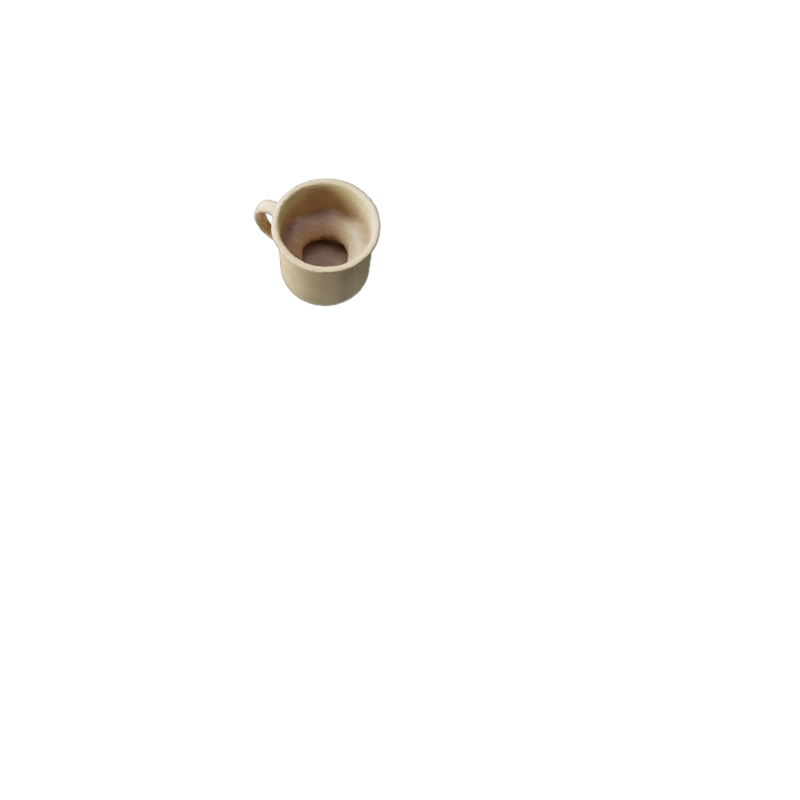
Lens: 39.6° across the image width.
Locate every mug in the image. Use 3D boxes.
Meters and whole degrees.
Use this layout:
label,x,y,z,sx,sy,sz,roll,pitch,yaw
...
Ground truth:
label,x,y,z,sx,sy,sz,roll,pitch,yaw
mug,-0.076,-0.139,0.976,0.120,0.096,0.077,24,-24,10
